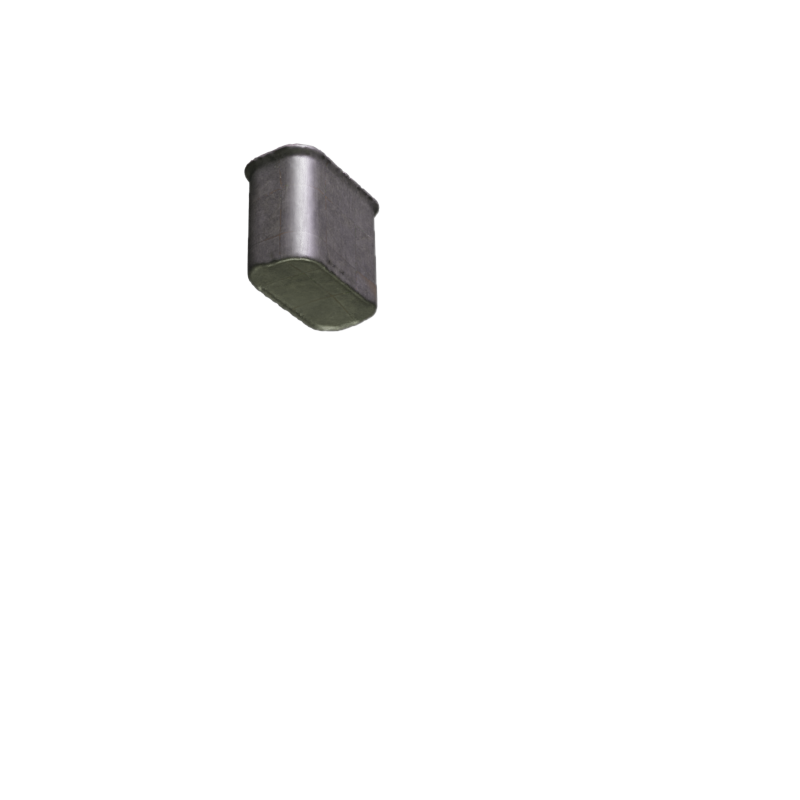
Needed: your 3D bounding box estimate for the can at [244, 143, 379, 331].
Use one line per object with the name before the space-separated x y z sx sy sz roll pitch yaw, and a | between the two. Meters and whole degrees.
can | -0.056 -0.103 0.718 0.058 0.089 0.095 -19 -33 27
